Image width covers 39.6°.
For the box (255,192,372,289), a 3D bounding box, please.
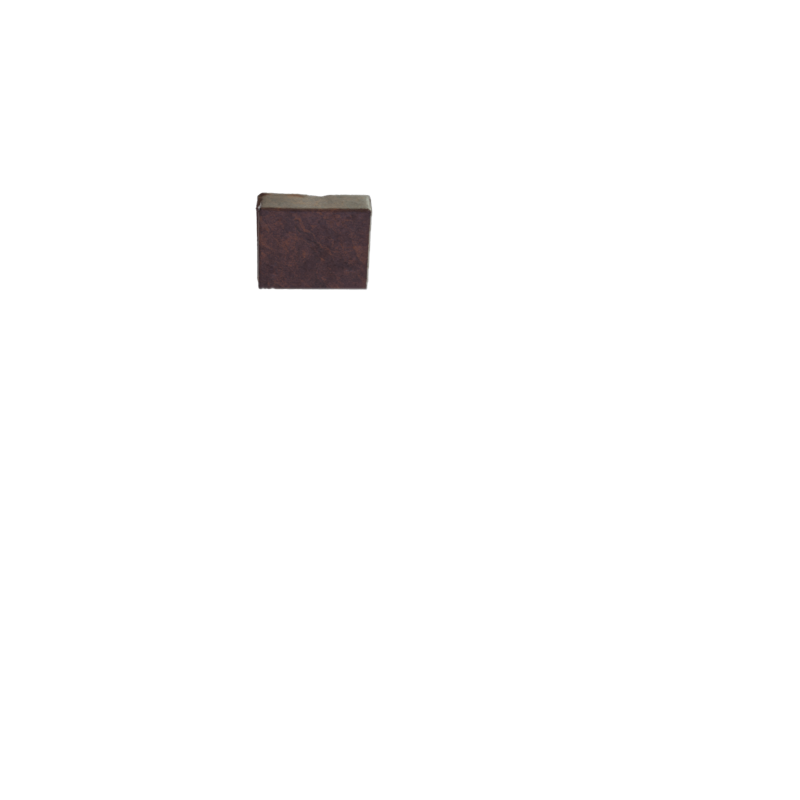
[{"bbox_3d":[-0.068,-0.124,0.869,0.089,0.069,0.032,1,34,-1],"label":"box"}]
